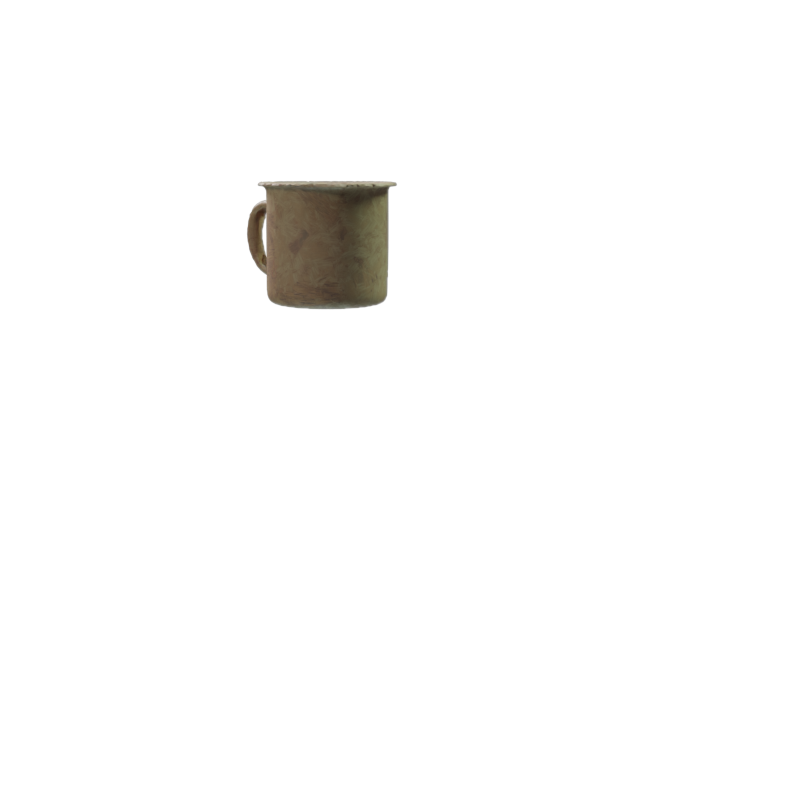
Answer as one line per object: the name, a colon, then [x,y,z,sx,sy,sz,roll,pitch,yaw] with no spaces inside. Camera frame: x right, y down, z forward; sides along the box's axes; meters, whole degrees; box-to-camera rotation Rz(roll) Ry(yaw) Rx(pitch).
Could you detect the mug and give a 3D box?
mug: [-0.059,-0.107,0.751,0.122,0.080,0.091,7,11,35]
